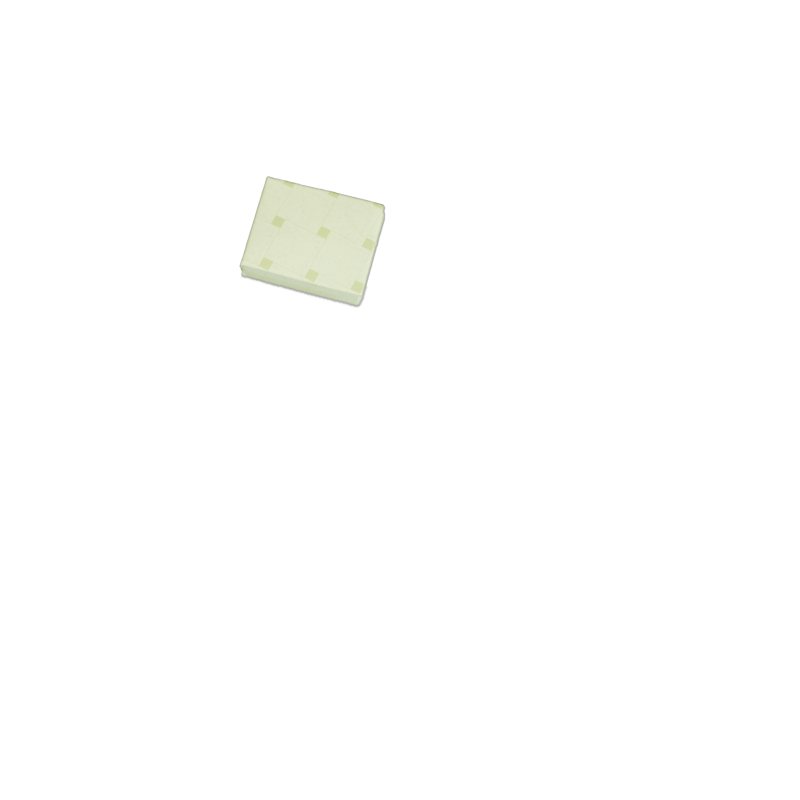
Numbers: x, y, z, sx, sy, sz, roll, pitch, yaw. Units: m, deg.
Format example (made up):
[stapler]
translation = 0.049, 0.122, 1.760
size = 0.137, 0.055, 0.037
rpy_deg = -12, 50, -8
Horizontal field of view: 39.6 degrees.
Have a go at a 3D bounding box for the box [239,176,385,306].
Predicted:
[box]
translation = -0.078, -0.142, 0.990
size = 0.115, 0.094, 0.037
rpy_deg = 13, -22, 5
